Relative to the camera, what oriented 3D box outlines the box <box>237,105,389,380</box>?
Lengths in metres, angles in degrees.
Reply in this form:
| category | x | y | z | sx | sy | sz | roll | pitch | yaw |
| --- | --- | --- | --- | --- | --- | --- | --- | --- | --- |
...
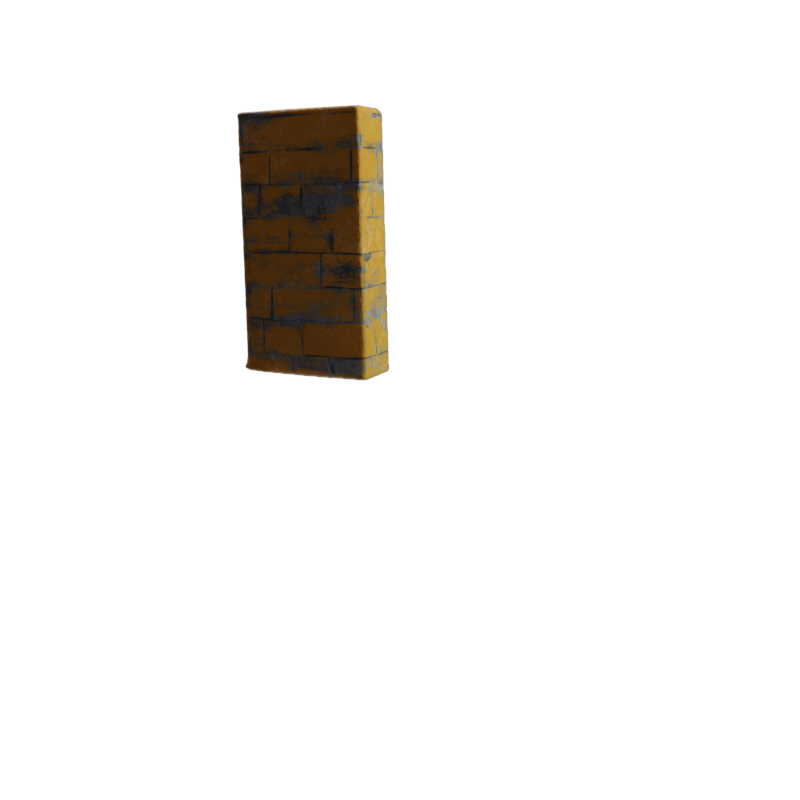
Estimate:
| category | x | y | z | sx | sy | sz | roll | pitch | yaw |
| --- | --- | --- | --- | --- | --- | --- | --- | --- | --- |
| box | -0.058 | -0.106 | 0.739 | 0.096 | 0.175 | 0.047 | 2 | 3 | 27 |
